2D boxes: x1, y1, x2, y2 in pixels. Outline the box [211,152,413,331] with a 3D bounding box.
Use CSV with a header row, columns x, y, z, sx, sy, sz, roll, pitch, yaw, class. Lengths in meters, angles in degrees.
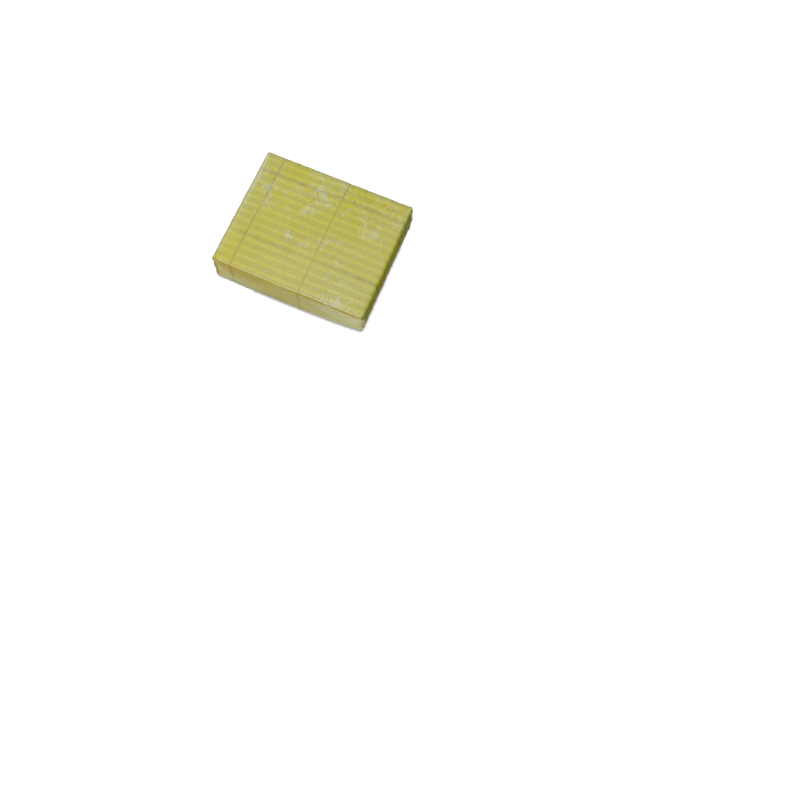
x,y,z,sx,sy,sz,roll,pitch,yaw,class
-0.060,-0.109,0.762,0.116,0.093,0.037,22,-20,8,box
